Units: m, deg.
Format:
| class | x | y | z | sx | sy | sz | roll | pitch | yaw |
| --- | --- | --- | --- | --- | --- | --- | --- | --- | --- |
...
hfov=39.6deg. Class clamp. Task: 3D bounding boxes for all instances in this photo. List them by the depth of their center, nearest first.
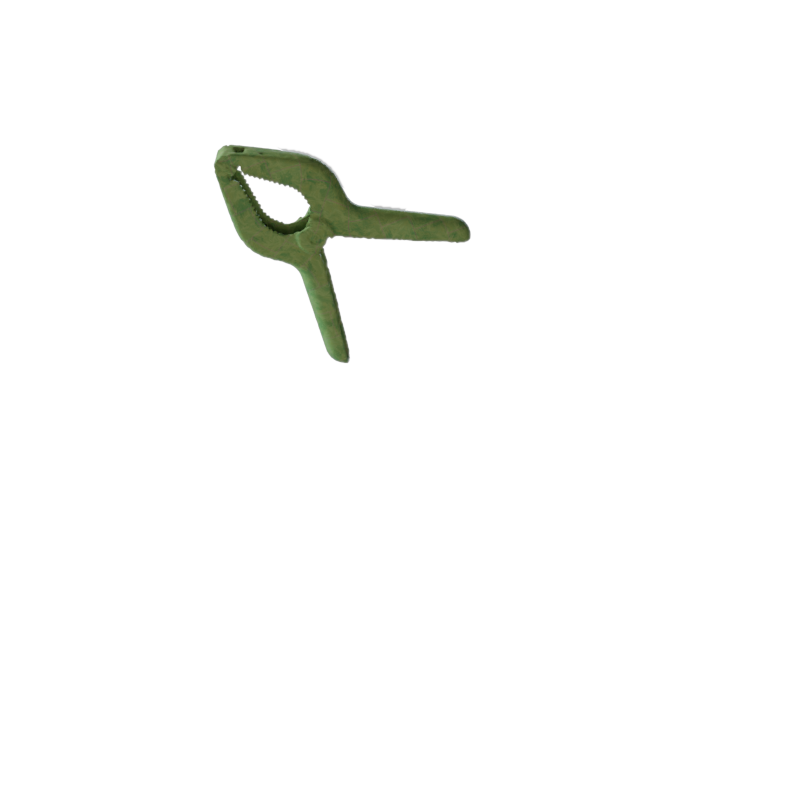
| class | x | y | z | sx | sy | sz | roll | pitch | yaw |
| --- | --- | --- | --- | --- | --- | --- | --- | --- | --- |
| clamp | -0.071 | -0.130 | 0.910 | 0.203 | 0.161 | 0.038 | 31 | 22 | -14 |
